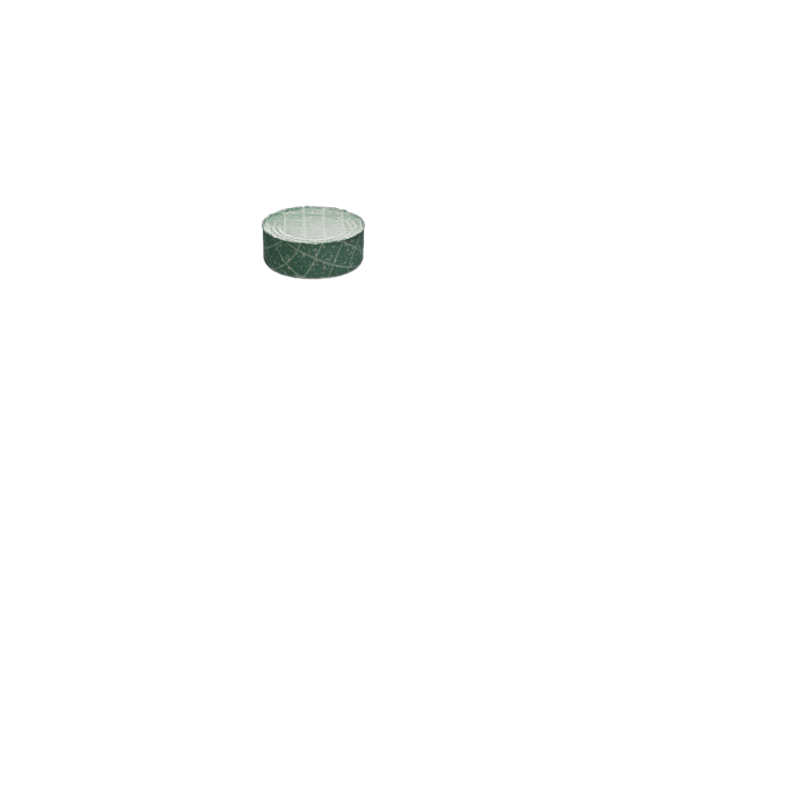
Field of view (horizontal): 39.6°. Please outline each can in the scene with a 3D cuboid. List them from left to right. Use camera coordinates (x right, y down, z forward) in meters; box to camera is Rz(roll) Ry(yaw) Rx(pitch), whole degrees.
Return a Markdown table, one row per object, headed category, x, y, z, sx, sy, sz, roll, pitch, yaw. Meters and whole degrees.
| category | x | y | z | sx | sy | sz | roll | pitch | yaw |
| --- | --- | --- | --- | --- | --- | --- | --- | --- | --- |
| can | -0.072 | -0.132 | 0.925 | 0.086 | 0.032 | 0.091 | -1 | 28 | -2 |
